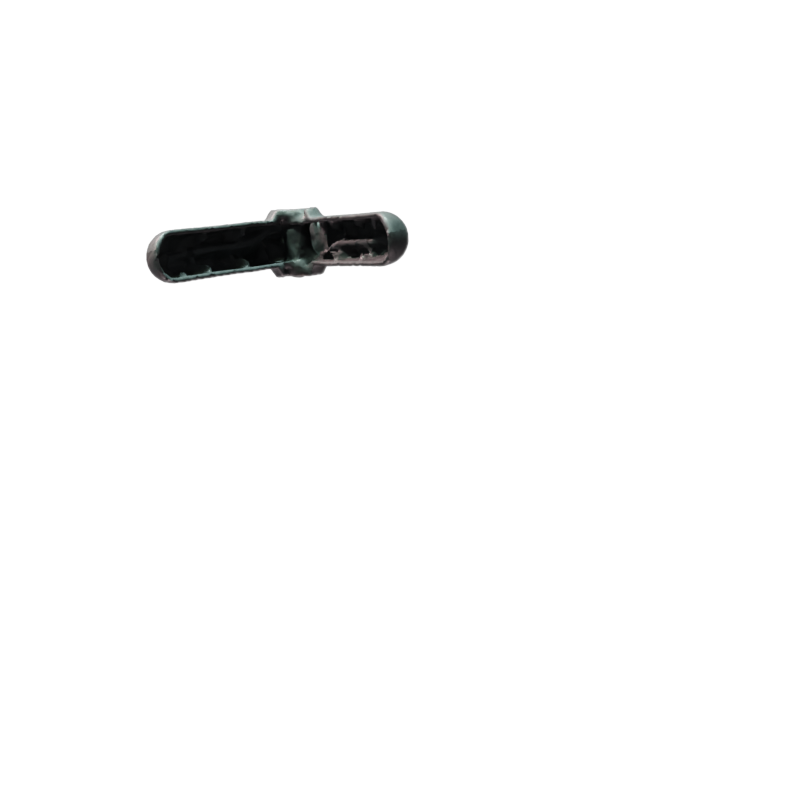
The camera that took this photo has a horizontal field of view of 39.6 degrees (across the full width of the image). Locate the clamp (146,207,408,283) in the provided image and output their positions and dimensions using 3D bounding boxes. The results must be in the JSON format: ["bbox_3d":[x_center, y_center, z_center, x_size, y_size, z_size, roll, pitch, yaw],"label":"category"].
[{"bbox_3d":[-0.045,-0.082,0.572,0.122,0.038,0.172,3,13,12],"label":"clamp"}]
